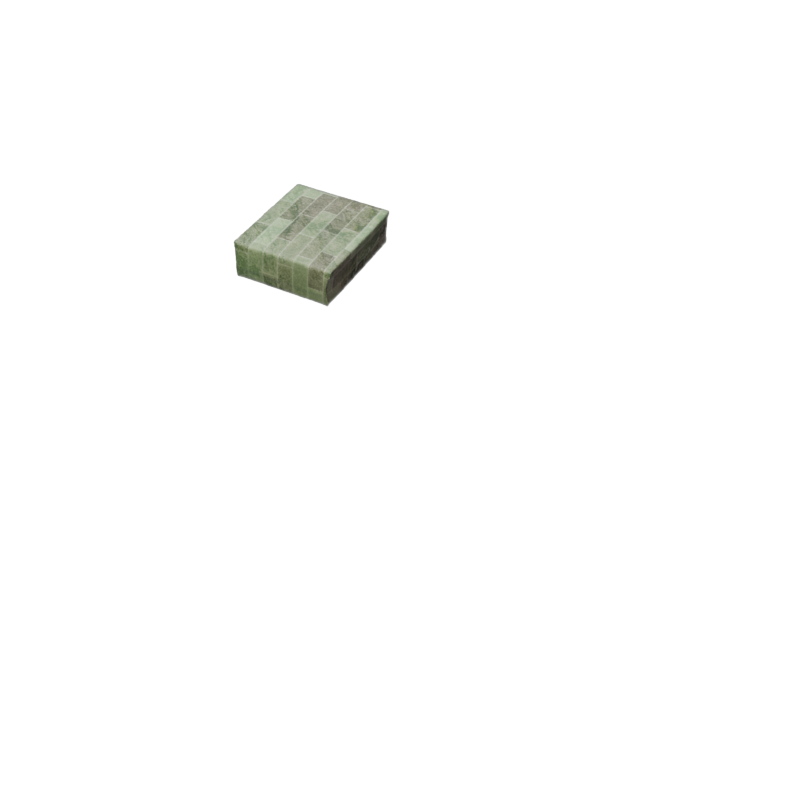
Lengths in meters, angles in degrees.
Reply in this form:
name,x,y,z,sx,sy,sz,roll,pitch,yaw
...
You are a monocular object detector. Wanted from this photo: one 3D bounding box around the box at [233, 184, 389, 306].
name,x,y,z,sx,sy,sz,roll,pitch,yaw
box,-0.073,-0.133,0.928,0.093,0.036,0.117,17,42,19
